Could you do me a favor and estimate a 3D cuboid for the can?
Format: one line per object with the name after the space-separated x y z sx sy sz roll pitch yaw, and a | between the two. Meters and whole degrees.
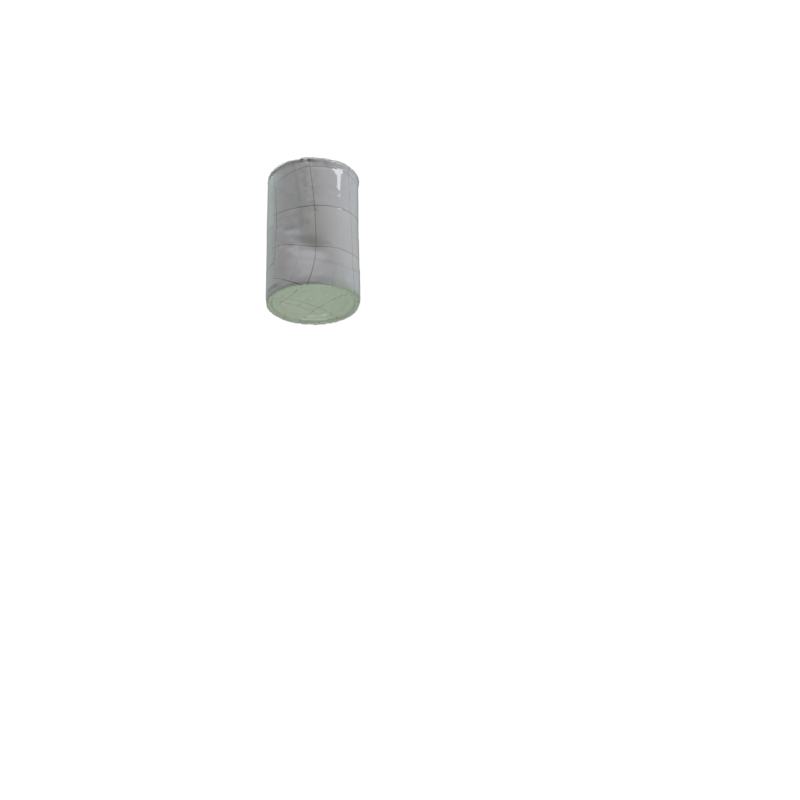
-0.062 -0.114 0.795 0.068 0.108 0.065 0 -26 -2 | can
